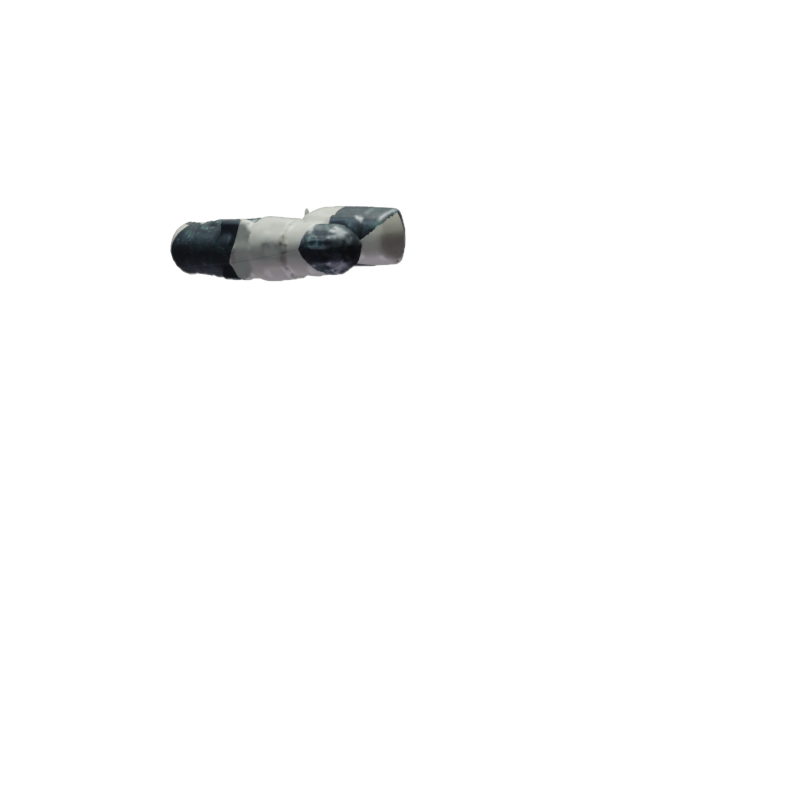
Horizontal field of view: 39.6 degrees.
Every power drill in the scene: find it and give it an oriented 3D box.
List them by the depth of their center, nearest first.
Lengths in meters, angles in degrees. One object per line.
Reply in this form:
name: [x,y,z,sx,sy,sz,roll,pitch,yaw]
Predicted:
power drill: [-0.075,-0.136,0.954,0.192,0.056,0.183,7,13,34]
